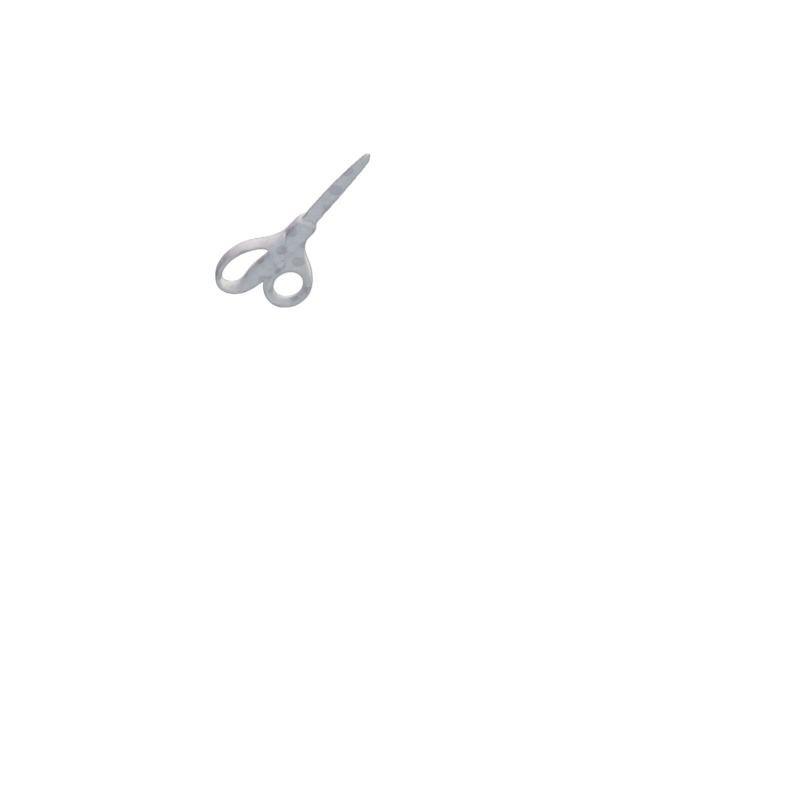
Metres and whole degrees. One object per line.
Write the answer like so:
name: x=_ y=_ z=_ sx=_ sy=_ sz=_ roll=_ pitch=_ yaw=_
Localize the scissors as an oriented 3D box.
scissors: x=-0.076 y=-0.139 z=0.971 sx=0.201 sy=0.017 sz=0.090 roll=-27 pitch=-47 yaw=29
